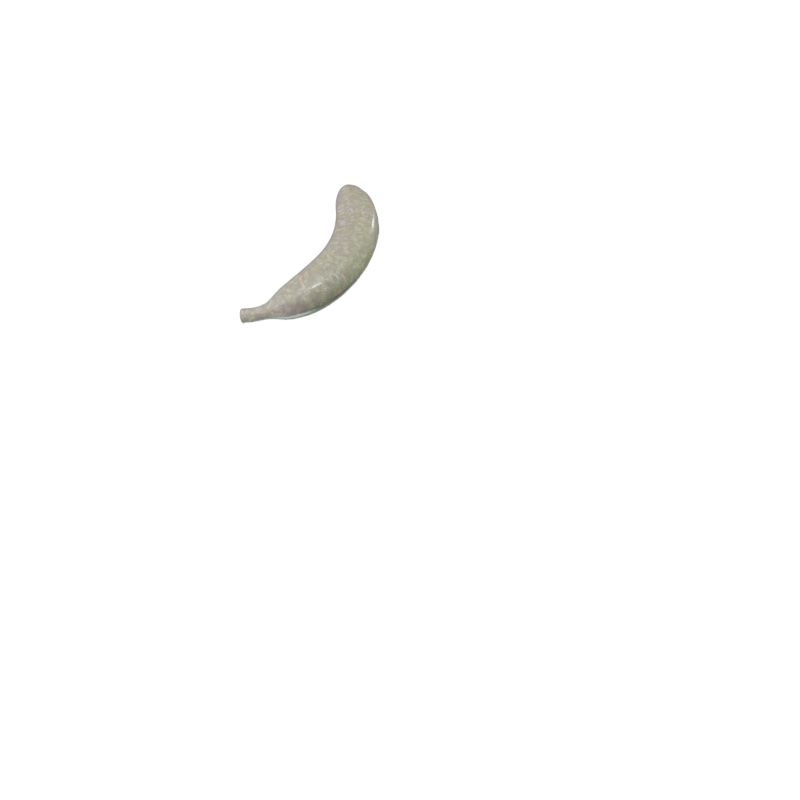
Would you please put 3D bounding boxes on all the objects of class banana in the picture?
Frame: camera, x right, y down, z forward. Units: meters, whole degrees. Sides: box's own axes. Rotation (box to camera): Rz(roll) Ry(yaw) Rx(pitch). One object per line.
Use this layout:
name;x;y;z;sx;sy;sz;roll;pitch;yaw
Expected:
banana;-0.056;-0.122;0.899;0.072;0.034;0.204;15;42;17
